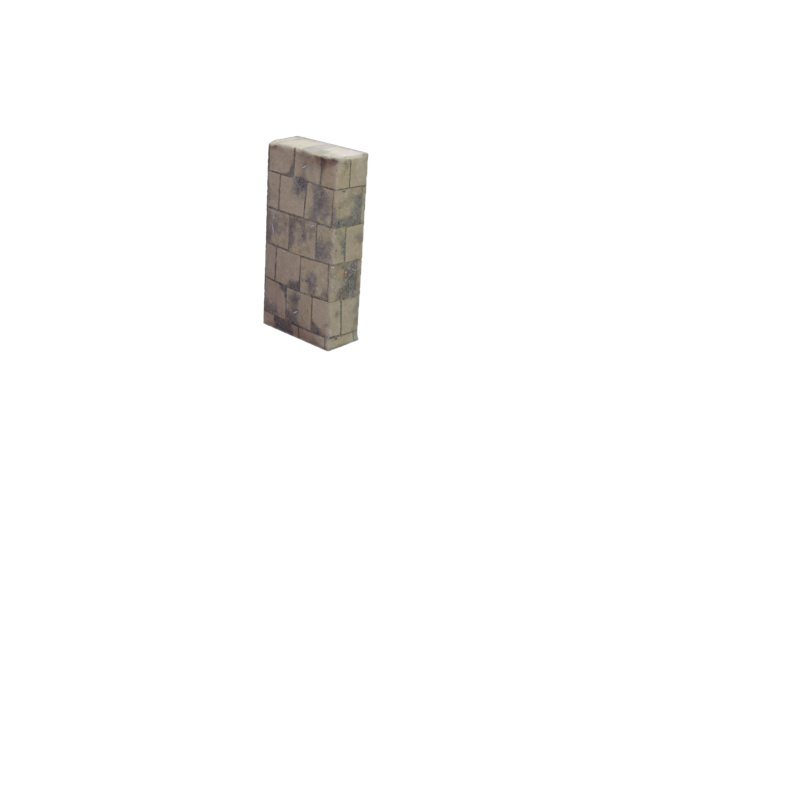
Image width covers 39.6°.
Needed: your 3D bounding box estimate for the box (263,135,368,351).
[{"bbox_3d":[-0.078,-0.142,0.996,0.047,0.169,0.099,-17,27,-42],"label":"box"}]
